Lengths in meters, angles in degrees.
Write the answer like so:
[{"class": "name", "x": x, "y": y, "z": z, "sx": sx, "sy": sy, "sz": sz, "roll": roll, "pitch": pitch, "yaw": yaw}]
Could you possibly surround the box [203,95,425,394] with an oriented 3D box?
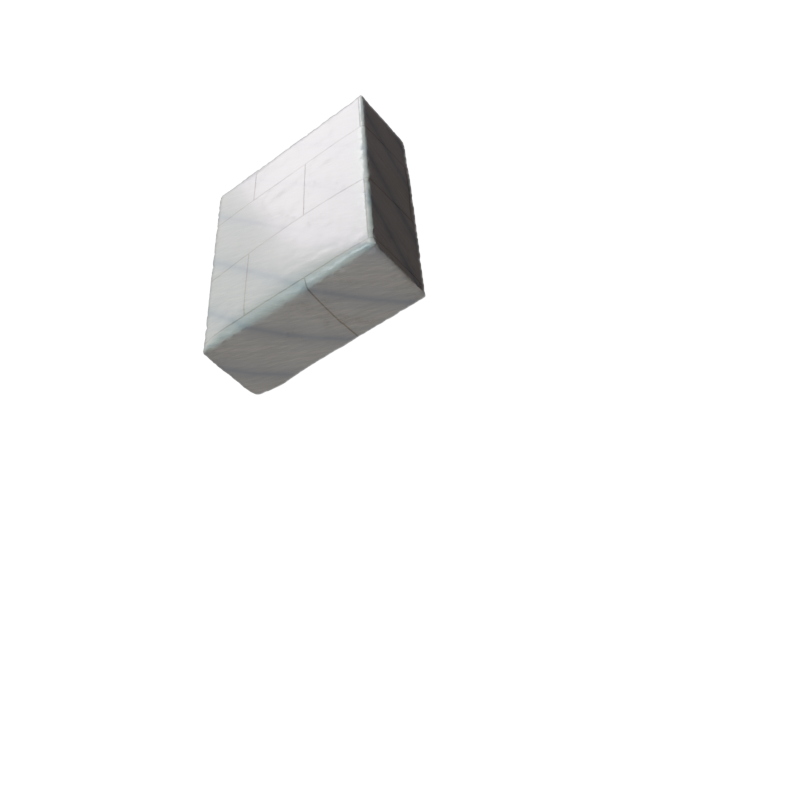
[{"class": "box", "x": -0.070, "y": -0.127, "z": 0.893, "sx": 0.163, "sy": 0.229, "sz": 0.067, "roll": -31, "pitch": -54, "yaw": 21}]
